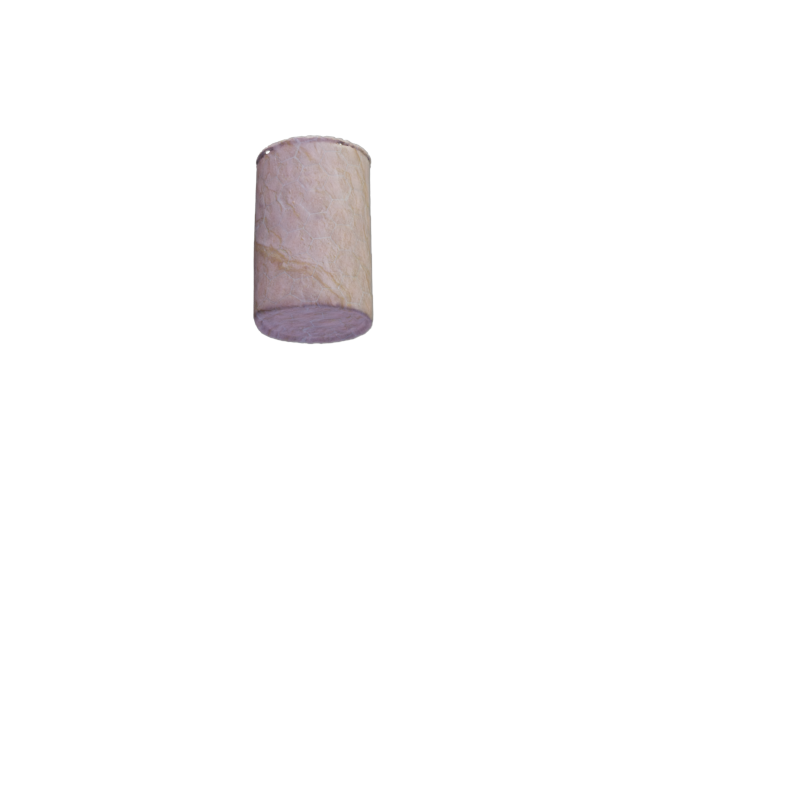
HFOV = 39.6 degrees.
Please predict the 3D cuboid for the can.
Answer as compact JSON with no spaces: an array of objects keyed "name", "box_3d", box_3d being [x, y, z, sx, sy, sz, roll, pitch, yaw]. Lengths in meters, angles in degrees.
[{"name":"can","box_3d":[-0.049,-0.090,0.632,0.068,0.107,0.065,0,-20,-2]}]
